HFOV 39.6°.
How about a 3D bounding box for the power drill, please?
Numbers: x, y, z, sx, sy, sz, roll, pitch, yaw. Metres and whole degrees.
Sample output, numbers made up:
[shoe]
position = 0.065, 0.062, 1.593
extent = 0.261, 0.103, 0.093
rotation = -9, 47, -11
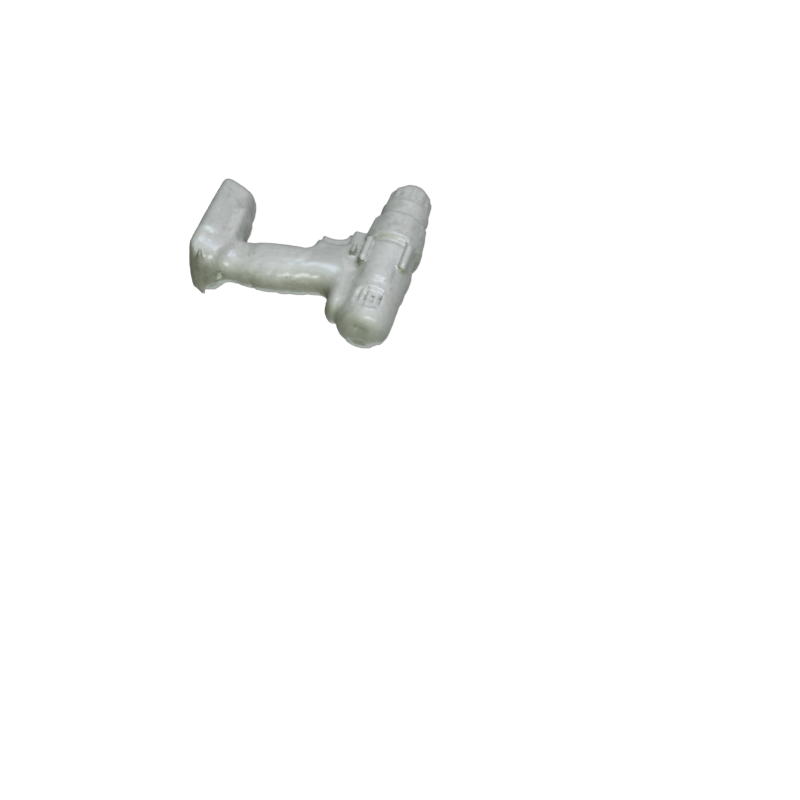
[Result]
[power drill]
position = -0.075, -0.137, 0.959
extent = 0.192, 0.053, 0.194
rotation = 12, 47, 11
